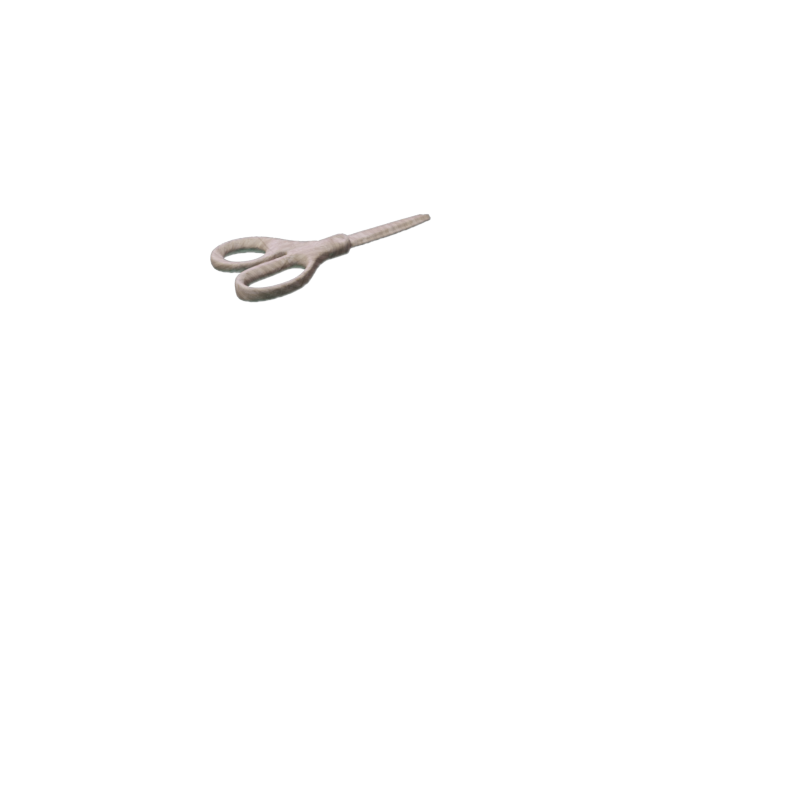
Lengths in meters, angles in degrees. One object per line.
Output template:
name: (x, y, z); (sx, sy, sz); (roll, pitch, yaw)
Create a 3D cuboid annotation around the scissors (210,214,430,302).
scissors: (-0.071, -0.130, 0.907); (0.102, 0.015, 0.203); (22, 39, 30)
